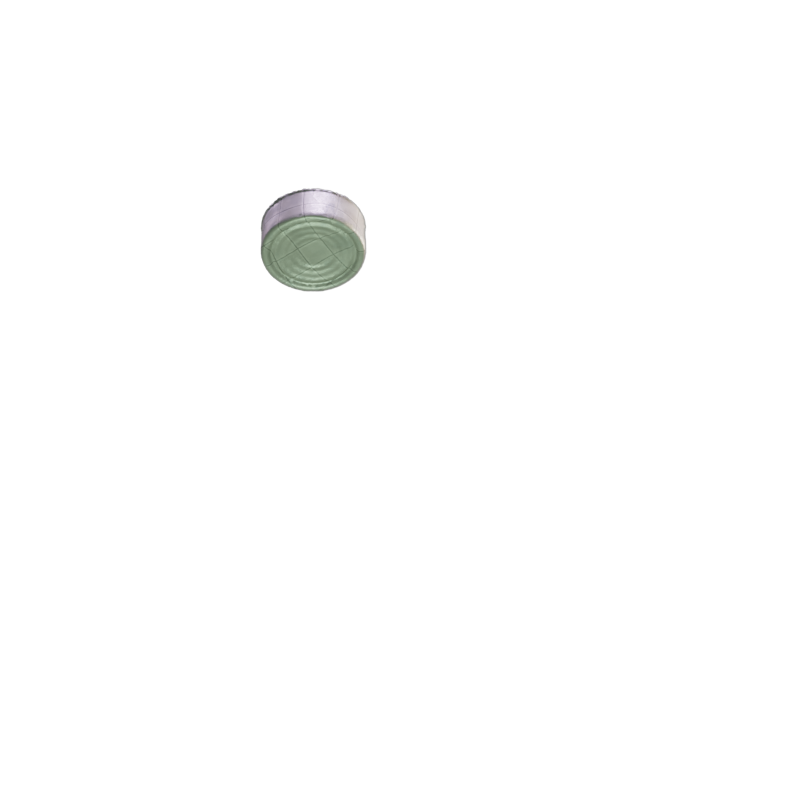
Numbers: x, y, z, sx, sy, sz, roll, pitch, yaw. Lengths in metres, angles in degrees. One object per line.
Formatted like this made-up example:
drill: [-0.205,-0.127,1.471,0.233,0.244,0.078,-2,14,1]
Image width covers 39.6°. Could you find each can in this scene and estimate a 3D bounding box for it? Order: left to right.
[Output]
can: [-0.070,-0.127,0.893,0.086,0.036,0.080,1,-43,-1]
